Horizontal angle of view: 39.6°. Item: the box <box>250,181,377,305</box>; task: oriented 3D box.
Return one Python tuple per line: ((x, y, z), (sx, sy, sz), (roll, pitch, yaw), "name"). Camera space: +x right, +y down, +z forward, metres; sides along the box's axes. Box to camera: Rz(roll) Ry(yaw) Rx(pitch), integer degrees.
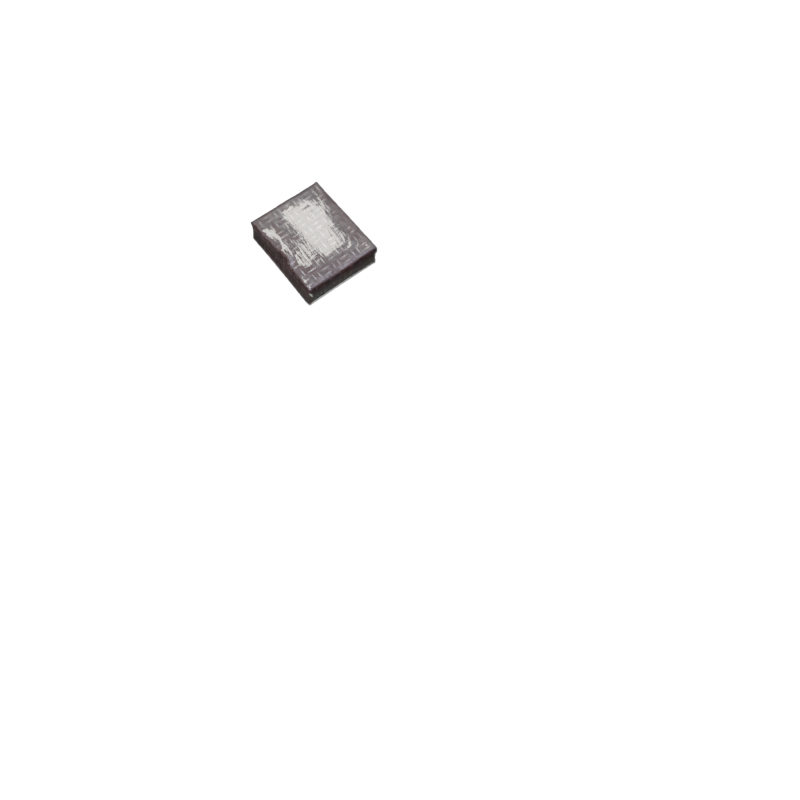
((-0.076, -0.138, 0.965), (0.073, 0.095, 0.028), (-33, -23, -17), "box")
